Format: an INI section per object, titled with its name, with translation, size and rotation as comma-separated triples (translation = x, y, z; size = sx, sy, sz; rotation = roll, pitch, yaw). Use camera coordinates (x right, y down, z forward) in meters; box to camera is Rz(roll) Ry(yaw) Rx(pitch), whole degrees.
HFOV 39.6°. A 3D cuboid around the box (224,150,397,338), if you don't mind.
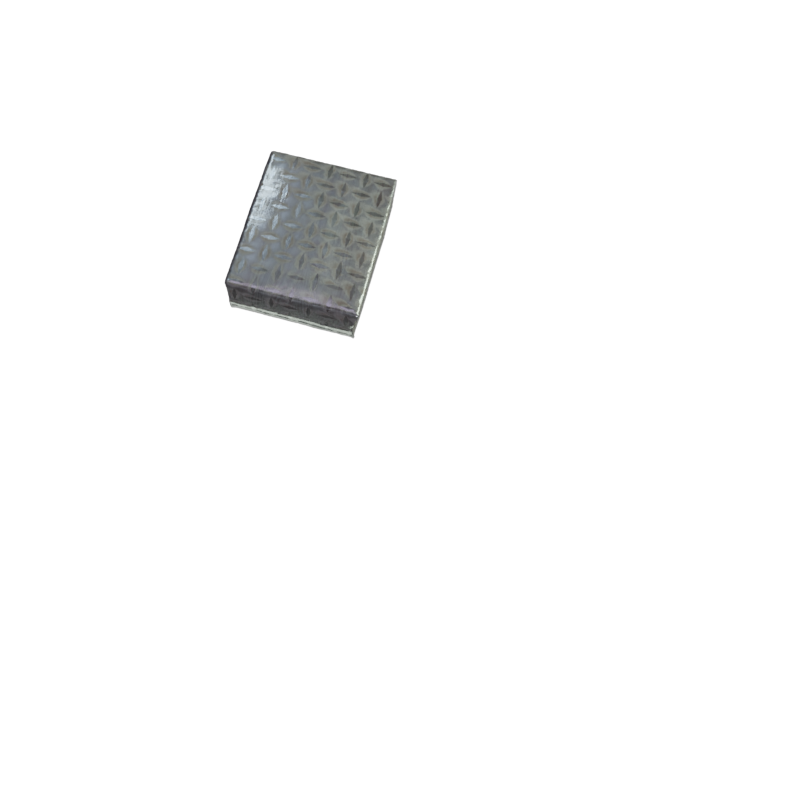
[box]
translation = -0.058, -0.106, 0.744
size = 0.091, 0.119, 0.037
rotation = 12, -27, 6
